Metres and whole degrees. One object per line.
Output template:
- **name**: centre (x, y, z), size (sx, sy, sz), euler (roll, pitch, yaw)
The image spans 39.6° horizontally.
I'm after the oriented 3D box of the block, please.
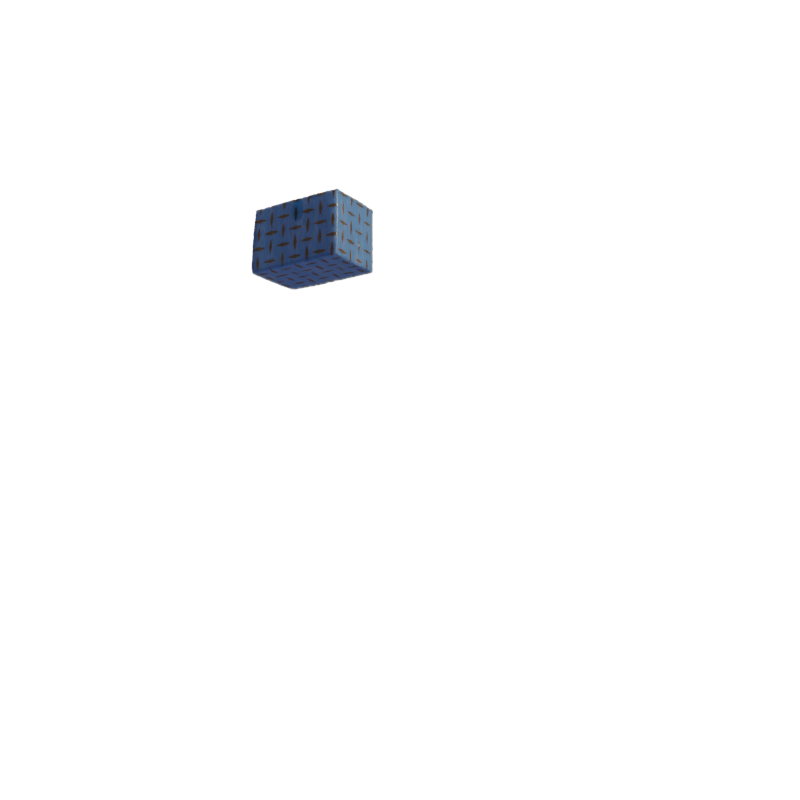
- **block**: centre (-0.066, -0.120, 0.837), size (0.080, 0.053, 0.049), euler (-10, -19, 31)
